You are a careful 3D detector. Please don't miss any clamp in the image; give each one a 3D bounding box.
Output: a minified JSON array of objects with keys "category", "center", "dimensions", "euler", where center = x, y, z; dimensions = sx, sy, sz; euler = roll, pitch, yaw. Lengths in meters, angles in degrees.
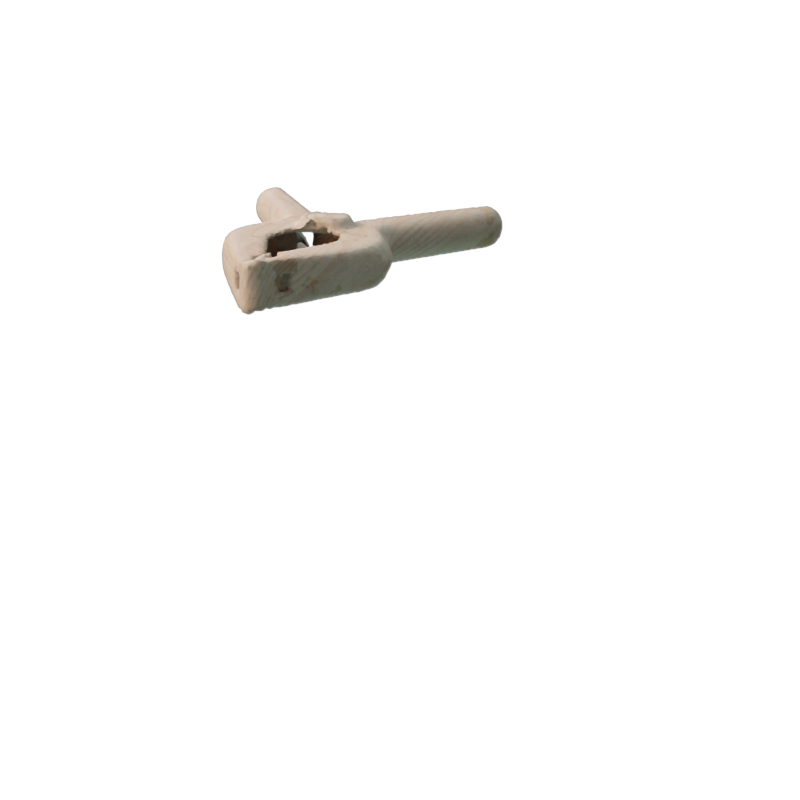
[{"category":"clamp","center":[-0.051,-0.092,0.646],"dimensions":[0.171,0.035,0.210],"euler":[10,22,24]}]
